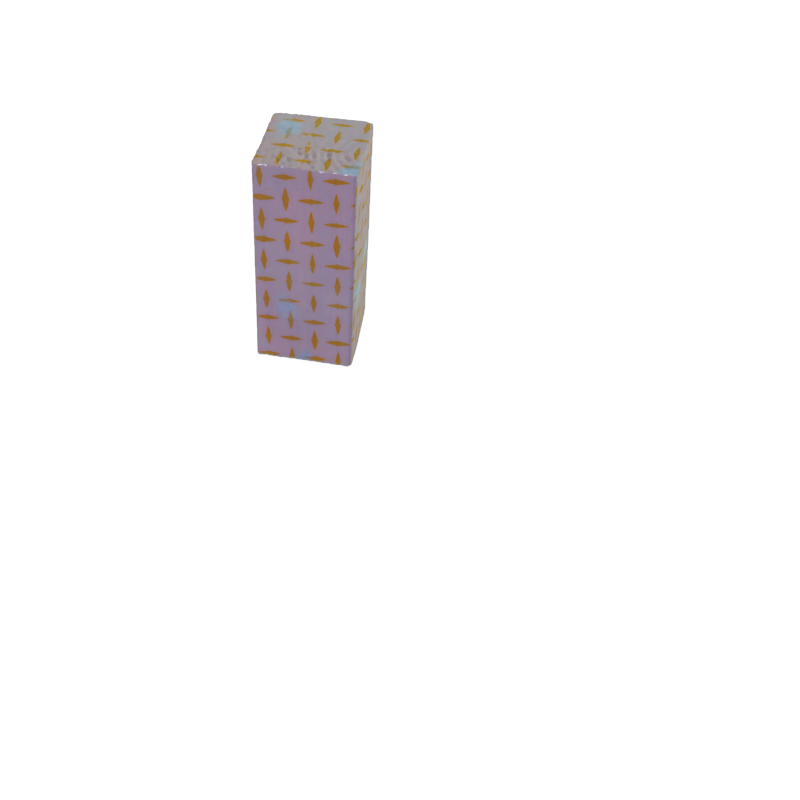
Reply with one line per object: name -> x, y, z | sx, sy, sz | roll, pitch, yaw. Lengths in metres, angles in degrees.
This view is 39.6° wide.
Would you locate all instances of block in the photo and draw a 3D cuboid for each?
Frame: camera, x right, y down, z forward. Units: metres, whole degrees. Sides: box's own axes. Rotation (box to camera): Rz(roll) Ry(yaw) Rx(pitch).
block -> -0.077, -0.141, 0.988 | 0.092, 0.192, 0.095 | 8, 40, 6
